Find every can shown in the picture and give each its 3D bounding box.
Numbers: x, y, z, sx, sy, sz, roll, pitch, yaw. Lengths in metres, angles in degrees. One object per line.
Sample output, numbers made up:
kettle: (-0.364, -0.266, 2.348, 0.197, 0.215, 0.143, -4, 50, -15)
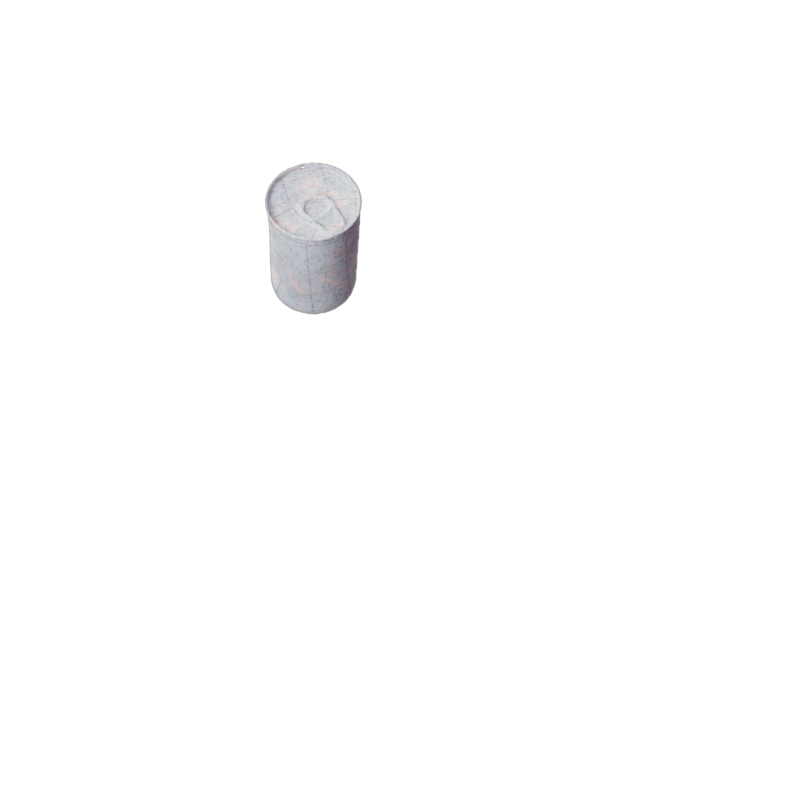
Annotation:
can: (-0.064, -0.117, 0.816, 0.068, 0.073, 0.096, 0, -31, -3)
